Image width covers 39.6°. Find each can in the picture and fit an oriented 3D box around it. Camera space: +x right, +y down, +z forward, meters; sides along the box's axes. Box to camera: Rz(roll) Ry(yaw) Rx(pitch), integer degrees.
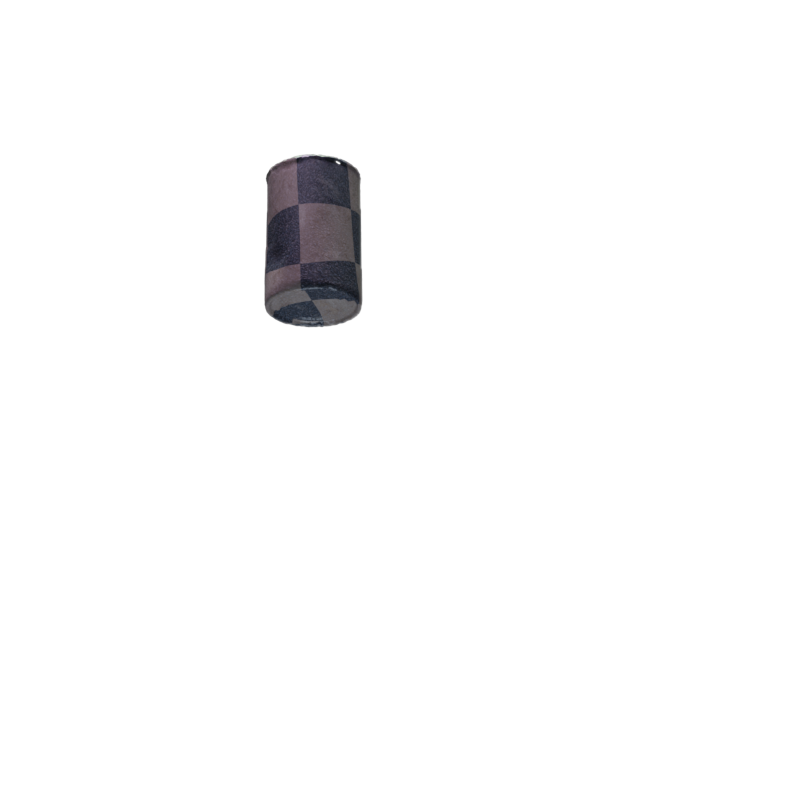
[{"bbox_3d":[-0.060,-0.110,0.769,0.068,0.108,0.065,0,-24,-2],"label":"can"}]
